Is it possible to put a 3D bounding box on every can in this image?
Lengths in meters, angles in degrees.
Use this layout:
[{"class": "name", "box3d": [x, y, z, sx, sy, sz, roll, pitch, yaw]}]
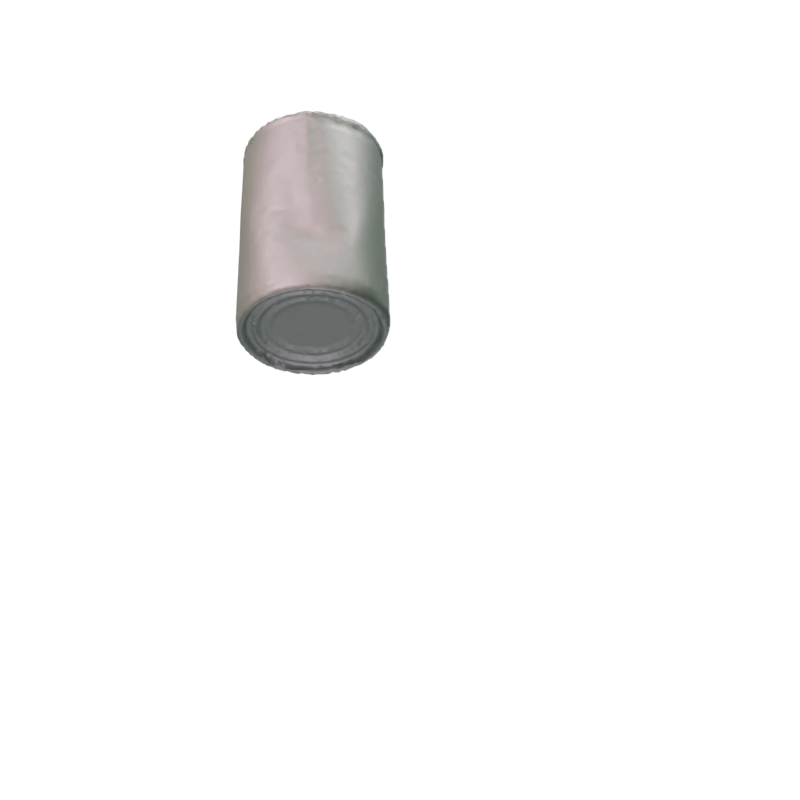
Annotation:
[{"class": "can", "box3d": [-0.039, -0.072, 0.504, 0.068, 0.109, 0.064, -1, -36, -3]}]
